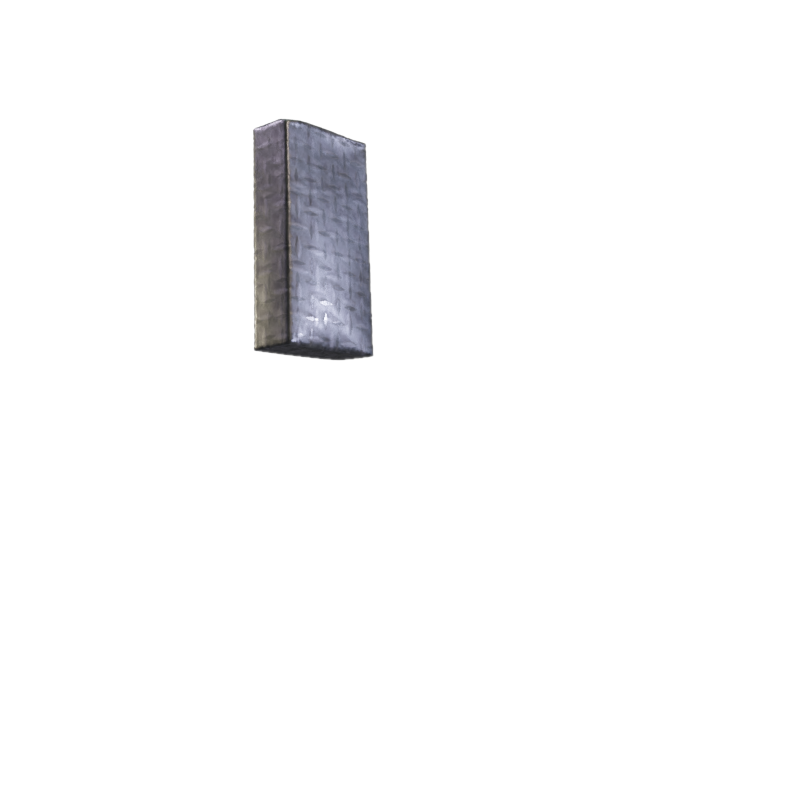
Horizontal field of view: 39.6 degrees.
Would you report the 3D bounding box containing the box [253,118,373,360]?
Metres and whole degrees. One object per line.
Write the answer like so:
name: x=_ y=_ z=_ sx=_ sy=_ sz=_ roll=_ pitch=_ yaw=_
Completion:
box: x=-0.067 y=-0.122 z=0.856 sx=0.049 sy=0.182 sz=0.088 roll=-13 pitch=-16 yaw=42
